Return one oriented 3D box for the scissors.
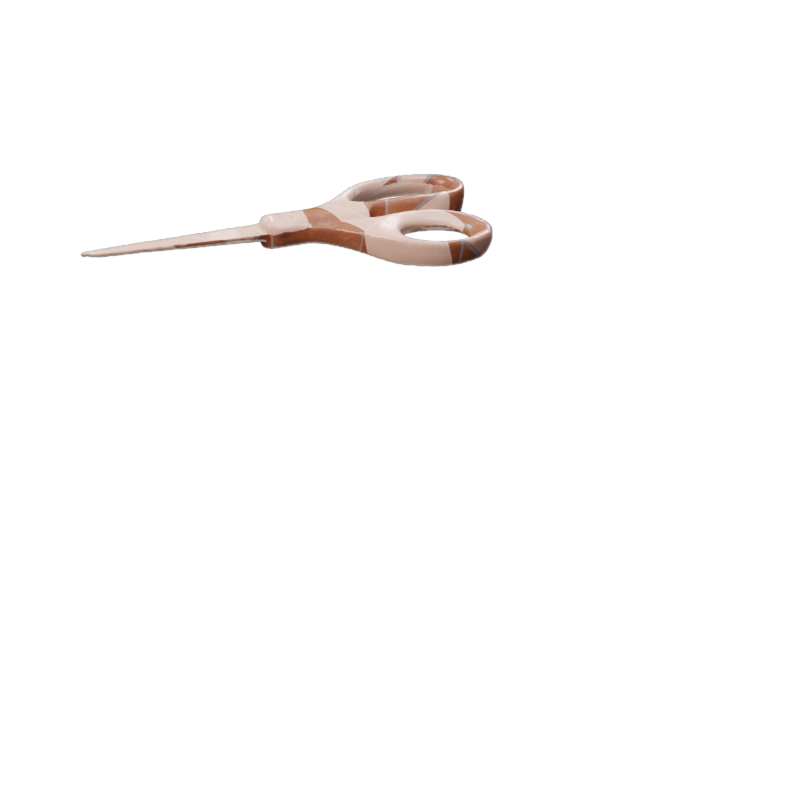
[{"bbox_3d":[-0.042,-0.076,0.536,0.199,0.015,0.103,-20,37,-29],"label":"scissors"}]
